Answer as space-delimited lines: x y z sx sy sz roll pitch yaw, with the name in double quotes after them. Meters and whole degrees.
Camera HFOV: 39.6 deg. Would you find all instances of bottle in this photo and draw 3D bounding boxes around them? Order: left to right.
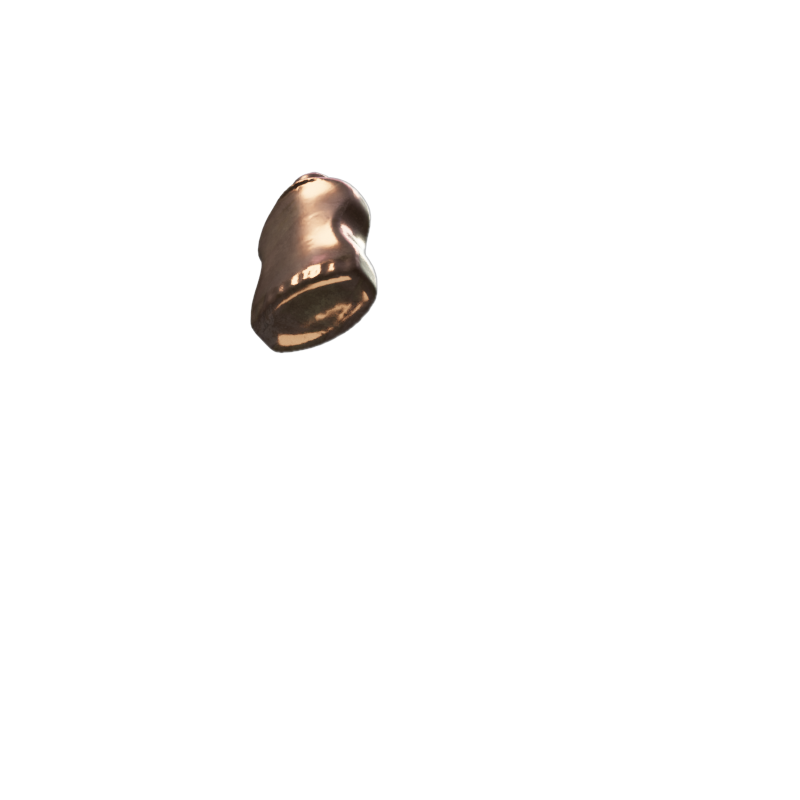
-0.068 -0.125 0.877 0.096 0.205 0.054 -29 -55 19 "bottle"
